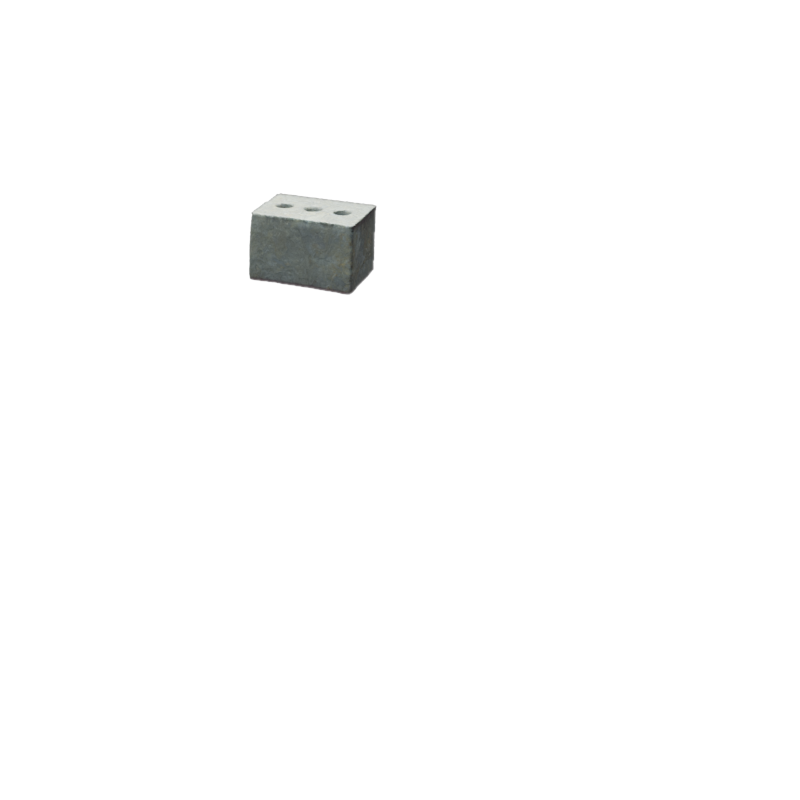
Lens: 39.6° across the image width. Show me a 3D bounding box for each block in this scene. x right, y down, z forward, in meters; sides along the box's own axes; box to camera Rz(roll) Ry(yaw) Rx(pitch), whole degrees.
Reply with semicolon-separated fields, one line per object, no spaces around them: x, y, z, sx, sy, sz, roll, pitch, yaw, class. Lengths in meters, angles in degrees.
-0.061;-0.112;0.784;0.080;0.049;0.054;9;26;18;block
